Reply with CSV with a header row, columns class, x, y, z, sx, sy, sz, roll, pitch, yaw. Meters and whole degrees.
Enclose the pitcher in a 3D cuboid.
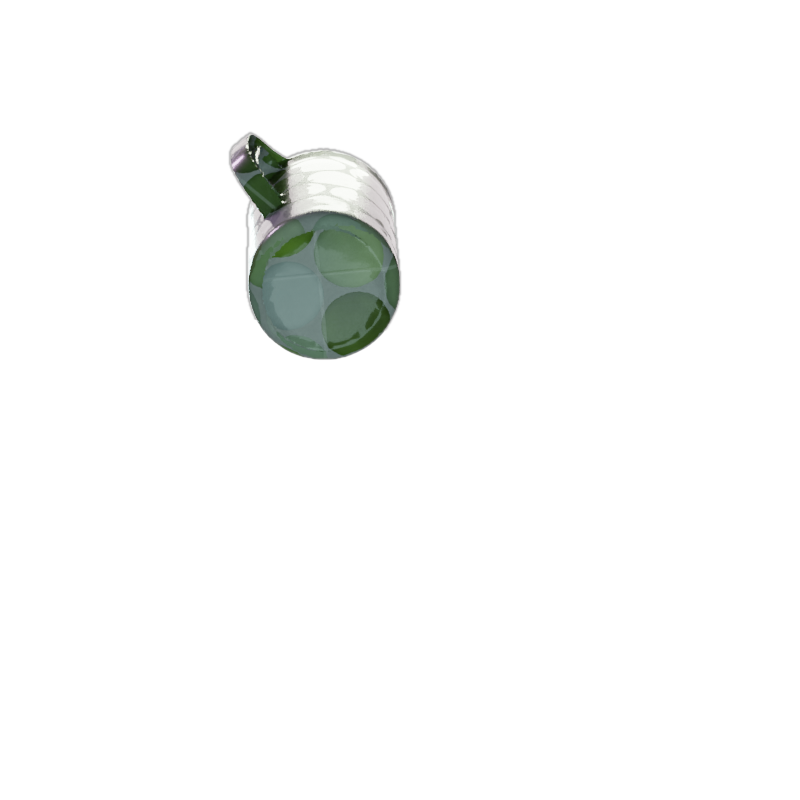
class,x,y,z,sx,sy,sz,roll,pitch,yaw
pitcher,-0.069,-0.126,0.884,0.148,0.140,0.252,5,18,-5
